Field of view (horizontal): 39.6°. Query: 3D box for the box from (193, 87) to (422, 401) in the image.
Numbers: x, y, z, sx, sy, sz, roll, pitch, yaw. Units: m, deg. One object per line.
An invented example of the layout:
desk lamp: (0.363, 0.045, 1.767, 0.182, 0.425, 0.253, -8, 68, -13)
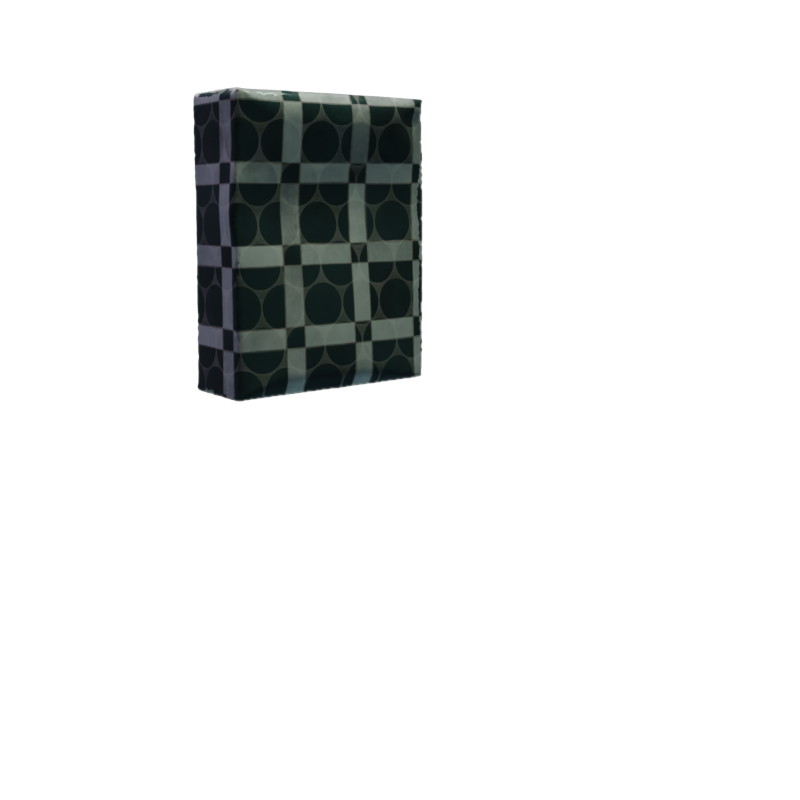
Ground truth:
box: (-0.063, -0.115, 0.808, 0.159, 0.212, 0.075, -4, 5, -35)
